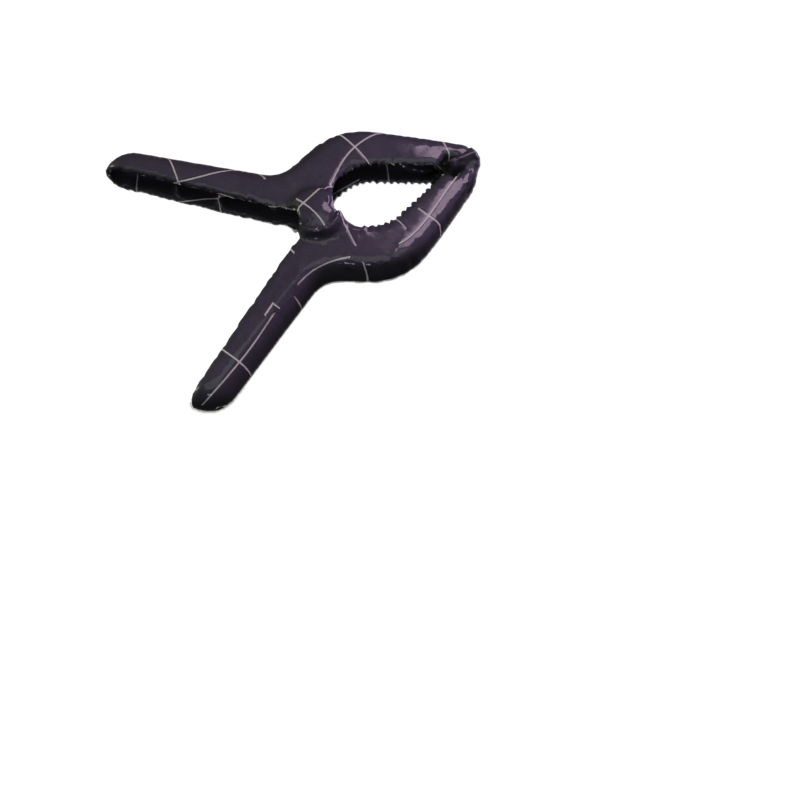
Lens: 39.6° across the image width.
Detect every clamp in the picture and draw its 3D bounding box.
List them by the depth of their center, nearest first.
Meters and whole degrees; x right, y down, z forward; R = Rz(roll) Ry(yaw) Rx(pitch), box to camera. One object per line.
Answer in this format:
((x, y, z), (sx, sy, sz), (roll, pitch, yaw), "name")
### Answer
((-0.049, -0.089, 0.626), (0.209, 0.175, 0.034), (-15, -23, -7), "clamp")
